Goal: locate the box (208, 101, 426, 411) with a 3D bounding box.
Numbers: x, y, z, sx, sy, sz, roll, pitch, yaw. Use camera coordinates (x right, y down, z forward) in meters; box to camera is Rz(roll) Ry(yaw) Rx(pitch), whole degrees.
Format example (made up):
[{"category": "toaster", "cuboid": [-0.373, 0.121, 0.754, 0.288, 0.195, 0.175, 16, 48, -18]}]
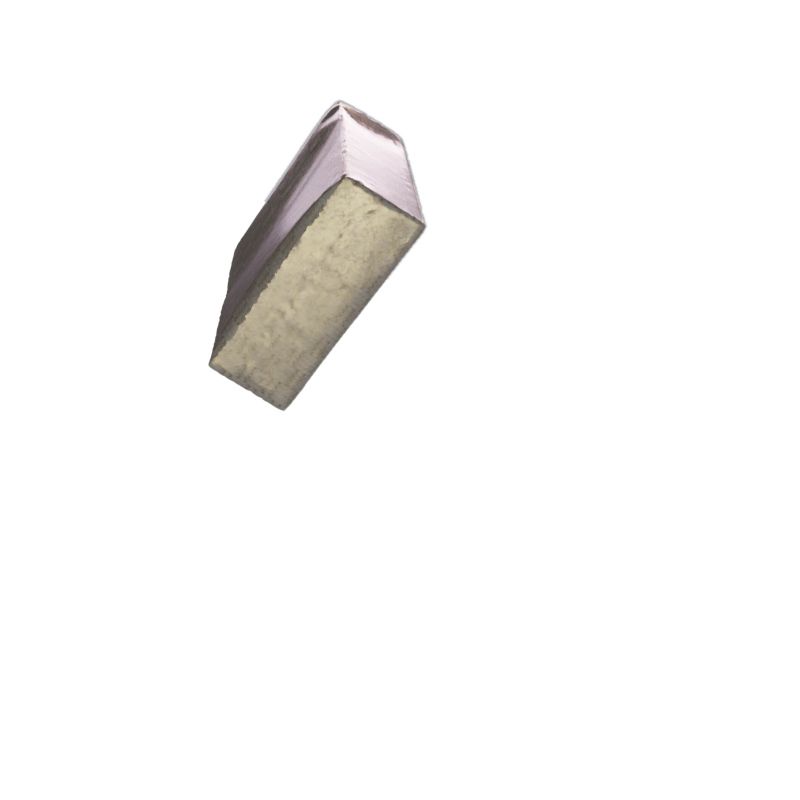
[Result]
[{"category": "box", "cuboid": [-0.064, -0.116, 0.813, 0.069, 0.161, 0.226, 32, 20, -18]}]
